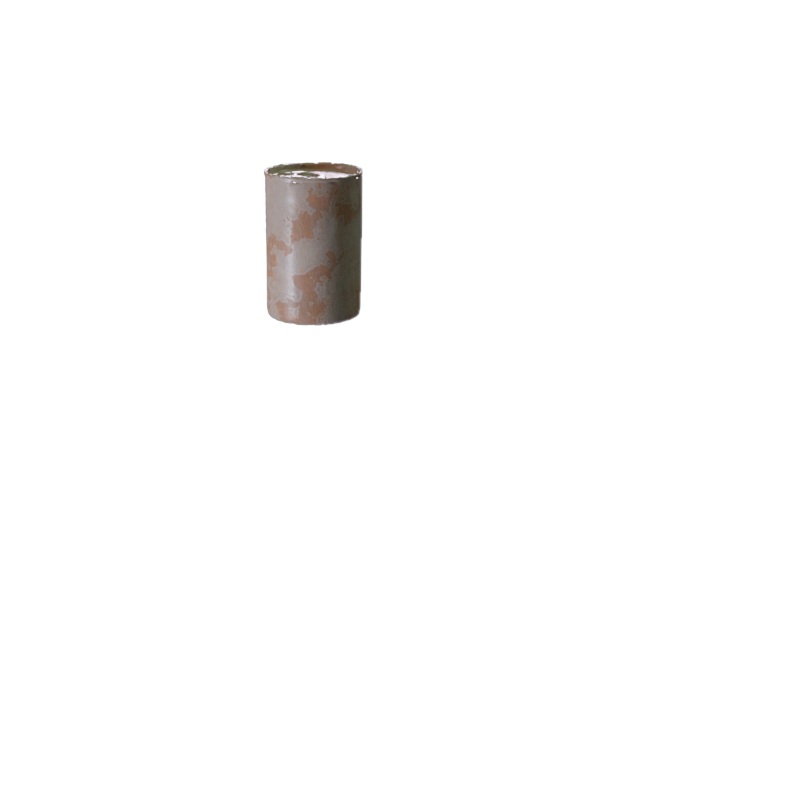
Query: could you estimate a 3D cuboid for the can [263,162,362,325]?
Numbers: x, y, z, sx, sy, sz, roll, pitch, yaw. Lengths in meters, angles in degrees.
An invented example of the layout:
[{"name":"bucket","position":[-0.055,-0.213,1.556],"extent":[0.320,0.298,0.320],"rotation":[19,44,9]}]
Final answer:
[{"name":"can","position":[-0.060,-0.110,0.770],"extent":[0.068,0.099,0.071],"rotation":[0,16,-2]}]
